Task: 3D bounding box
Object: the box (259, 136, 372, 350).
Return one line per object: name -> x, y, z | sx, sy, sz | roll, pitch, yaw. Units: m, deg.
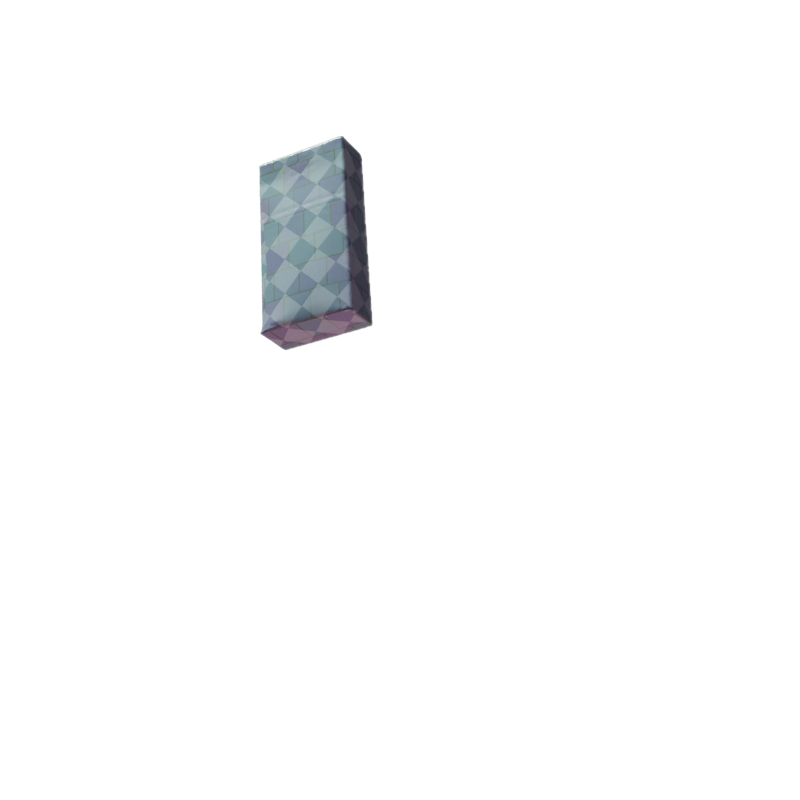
box -> -0.077, -0.141, 0.987 | 0.094, 0.187, 0.044 | -16, -32, 24
